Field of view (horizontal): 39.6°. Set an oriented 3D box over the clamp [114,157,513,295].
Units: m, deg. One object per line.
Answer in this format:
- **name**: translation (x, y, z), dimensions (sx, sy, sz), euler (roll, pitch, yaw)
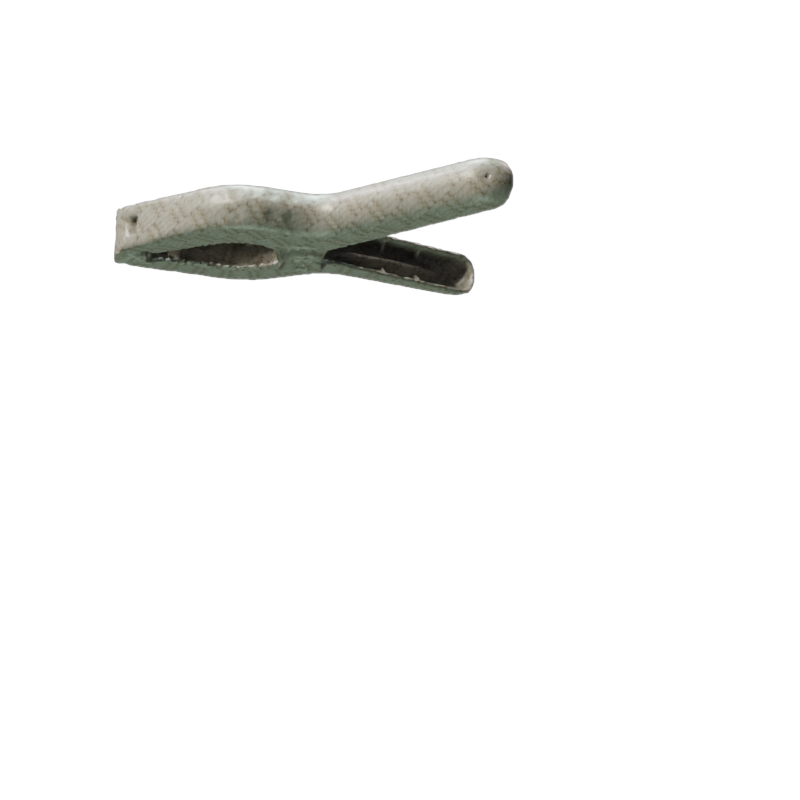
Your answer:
- **clamp**: translation (-0.047, -0.086, 0.603), dimensions (0.212, 0.038, 0.157), euler (-1, -13, 6)
